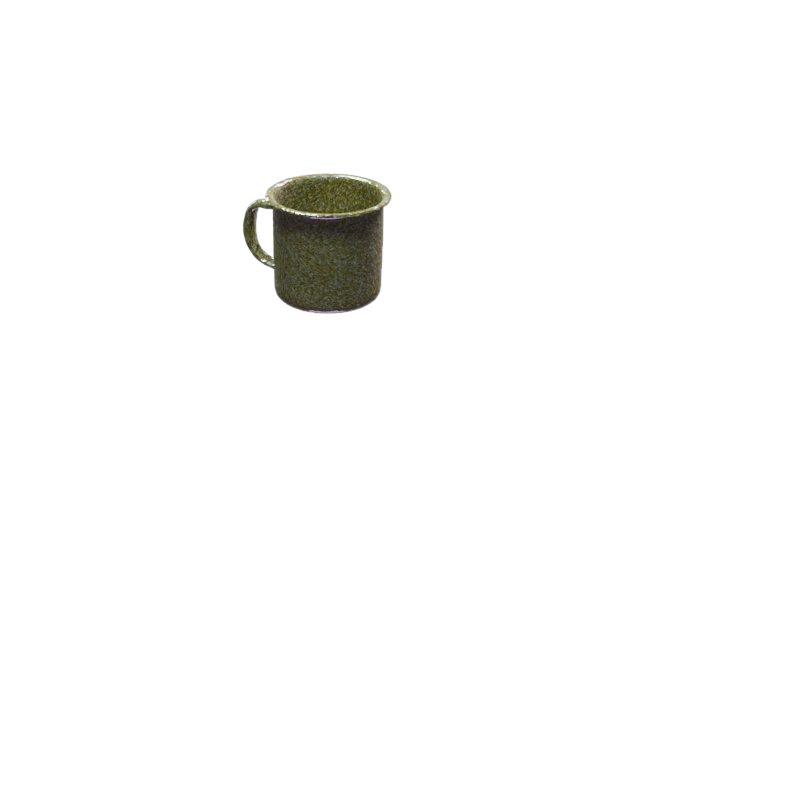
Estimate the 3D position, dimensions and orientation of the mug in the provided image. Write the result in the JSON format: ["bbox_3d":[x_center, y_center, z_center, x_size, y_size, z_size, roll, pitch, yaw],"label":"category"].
[{"bbox_3d":[-0.065,-0.119,0.834,0.121,0.077,0.095,11,28,19],"label":"mug"}]
